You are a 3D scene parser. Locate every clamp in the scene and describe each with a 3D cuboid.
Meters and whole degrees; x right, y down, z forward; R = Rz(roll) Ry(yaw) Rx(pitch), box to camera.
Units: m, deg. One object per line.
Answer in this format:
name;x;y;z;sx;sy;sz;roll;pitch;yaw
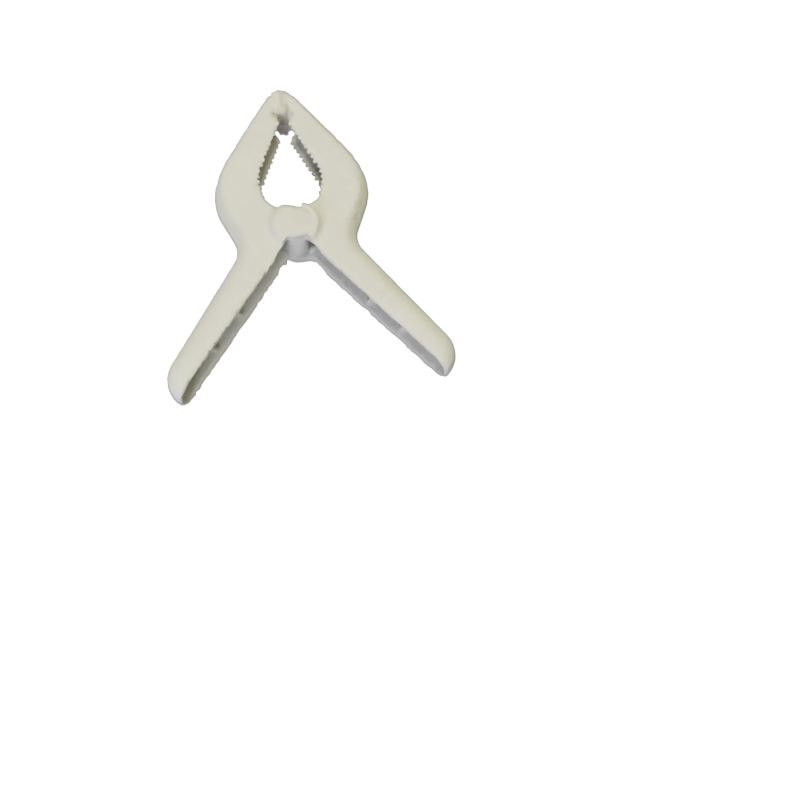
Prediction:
clamp;-0.053;-0.097;0.676;0.164;0.223;0.034;-1;-27;-1
